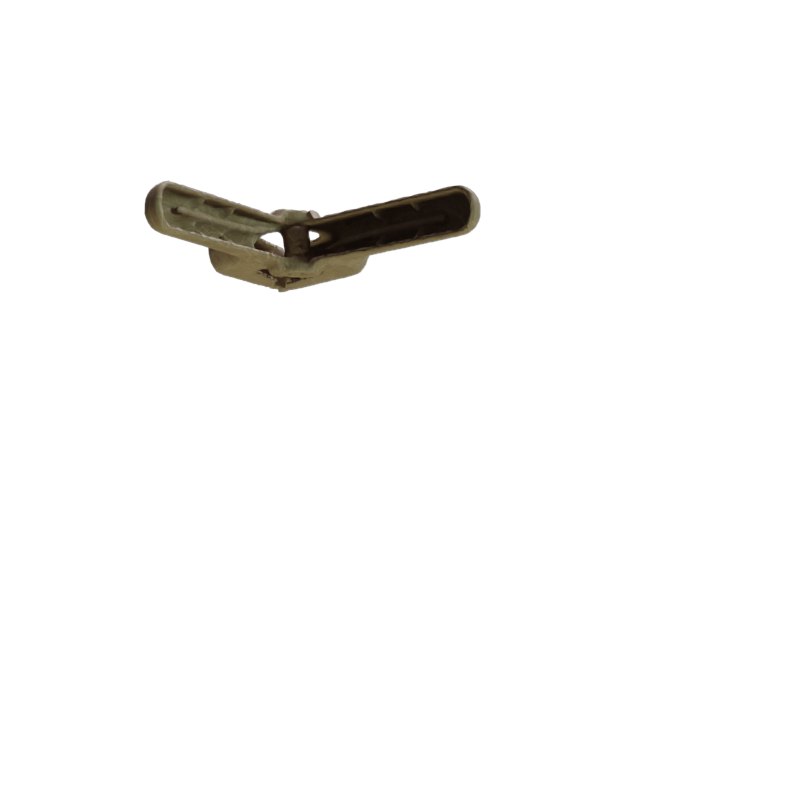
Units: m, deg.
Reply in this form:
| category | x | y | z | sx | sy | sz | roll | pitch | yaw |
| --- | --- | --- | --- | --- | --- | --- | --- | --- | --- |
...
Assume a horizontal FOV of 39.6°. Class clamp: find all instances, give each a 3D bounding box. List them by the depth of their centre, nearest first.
| category | x | y | z | sx | sy | sz | roll | pitch | yaw |
| --- | --- | --- | --- | --- | --- | --- | --- | --- | --- |
| clamp | -0.049 | -0.089 | 0.624 | 0.164 | 0.037 | 0.207 | 0 | -3 | -3 |
